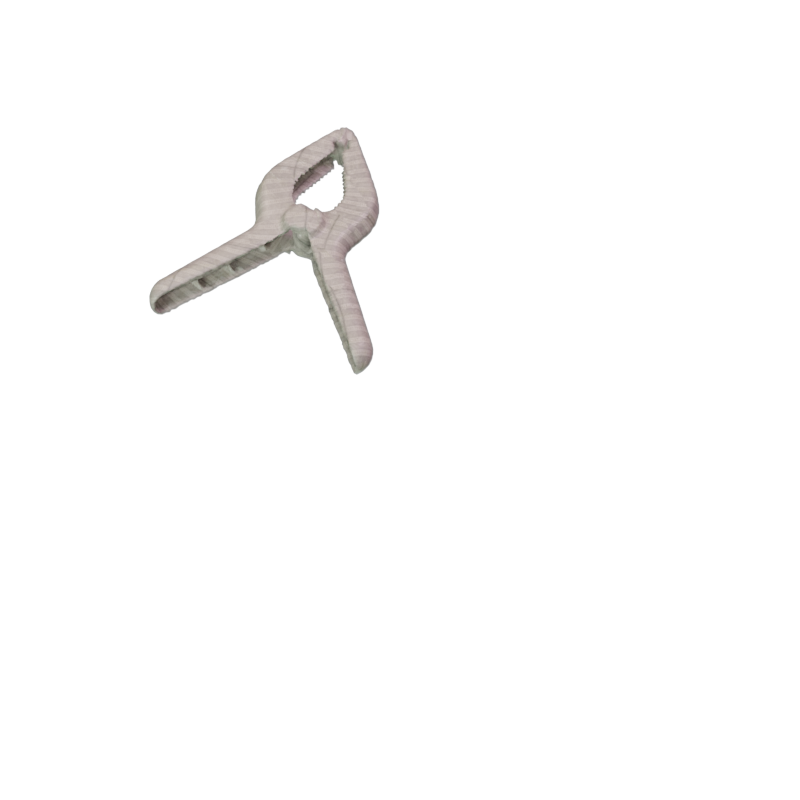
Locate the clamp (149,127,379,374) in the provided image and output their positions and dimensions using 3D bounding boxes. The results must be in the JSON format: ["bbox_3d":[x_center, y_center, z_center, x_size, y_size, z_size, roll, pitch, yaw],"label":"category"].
[{"bbox_3d":[-0.064,-0.117,0.820,0.170,0.218,0.034,21,-33,14],"label":"clamp"}]
